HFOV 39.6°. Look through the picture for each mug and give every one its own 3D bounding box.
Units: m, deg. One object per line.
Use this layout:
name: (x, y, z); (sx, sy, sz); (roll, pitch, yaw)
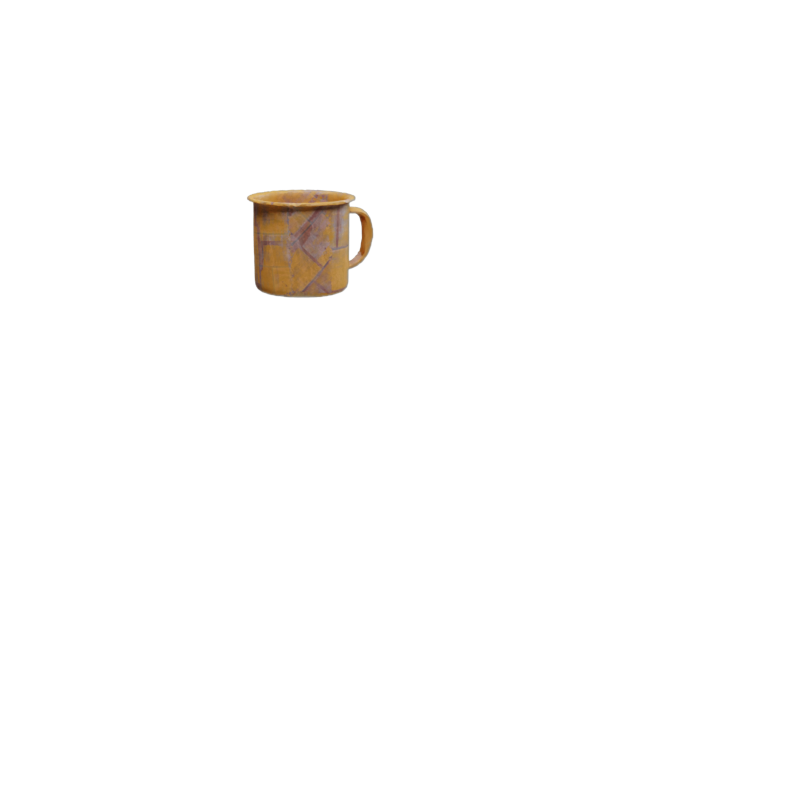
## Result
mug: (-0.075, -0.137, 0.959); (0.114, 0.079, 0.098); (-10, 18, -33)
